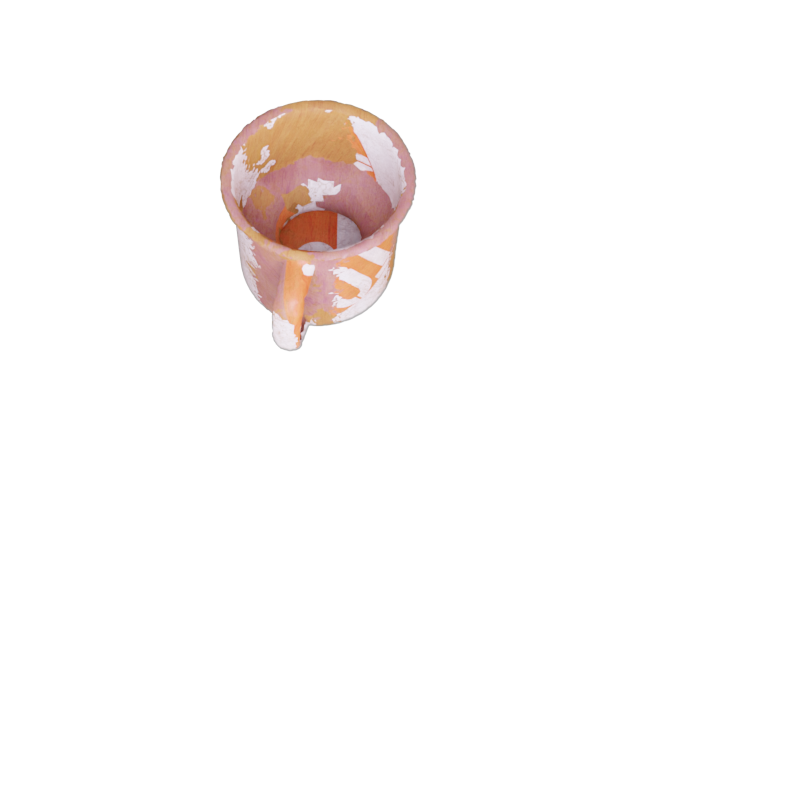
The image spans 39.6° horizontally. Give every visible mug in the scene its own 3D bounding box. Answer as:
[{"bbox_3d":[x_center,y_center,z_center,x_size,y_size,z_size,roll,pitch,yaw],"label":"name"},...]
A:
[{"bbox_3d":[-0.043,-0.079,0.552,0.094,0.124,0.077,8,-29,3],"label":"mug"}]
